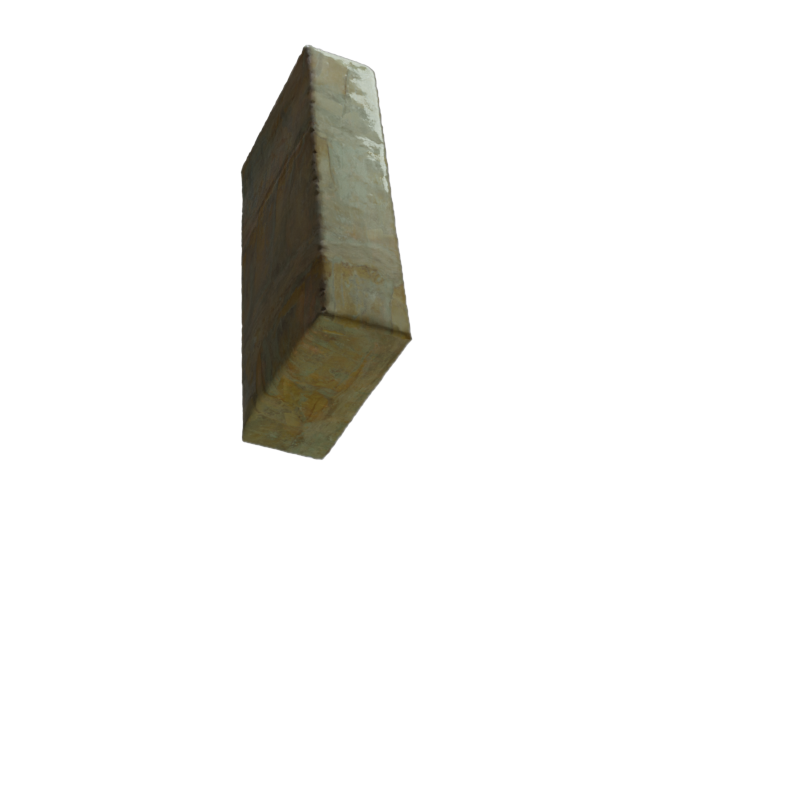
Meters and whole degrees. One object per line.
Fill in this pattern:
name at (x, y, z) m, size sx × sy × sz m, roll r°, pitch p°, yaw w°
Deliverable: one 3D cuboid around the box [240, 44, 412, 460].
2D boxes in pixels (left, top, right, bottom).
box at (-0.040, -0.073, 0.511) m, size 0.046 × 0.189 × 0.090 m, roll 16°, pitch -45°, yaw -21°
